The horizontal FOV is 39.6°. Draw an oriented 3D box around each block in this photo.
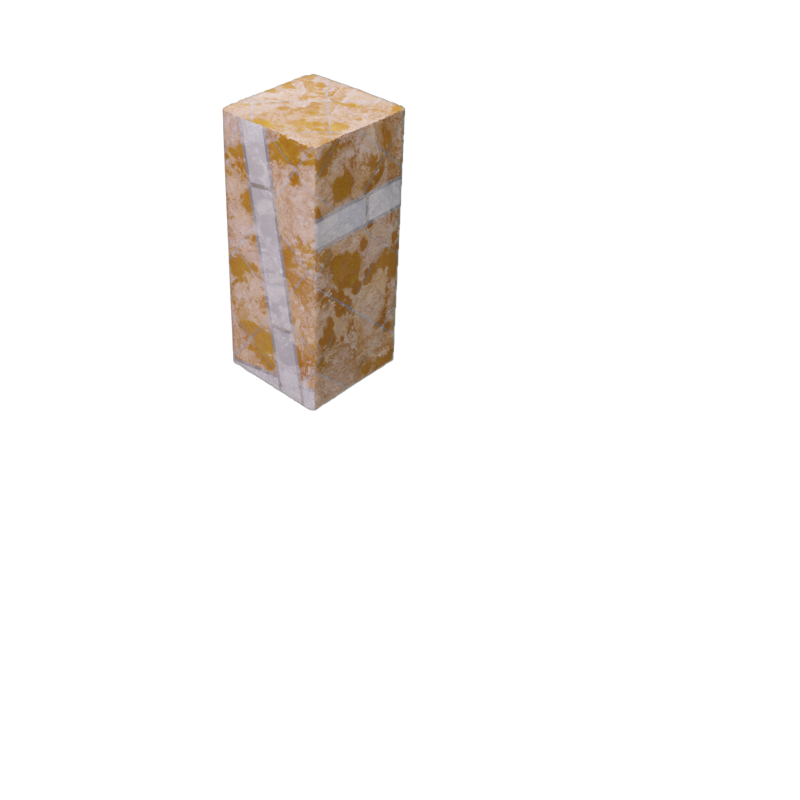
[{"bbox_3d":[-0.062,-0.112,0.783,0.096,0.193,0.091,28,41,33],"label":"block"}]
